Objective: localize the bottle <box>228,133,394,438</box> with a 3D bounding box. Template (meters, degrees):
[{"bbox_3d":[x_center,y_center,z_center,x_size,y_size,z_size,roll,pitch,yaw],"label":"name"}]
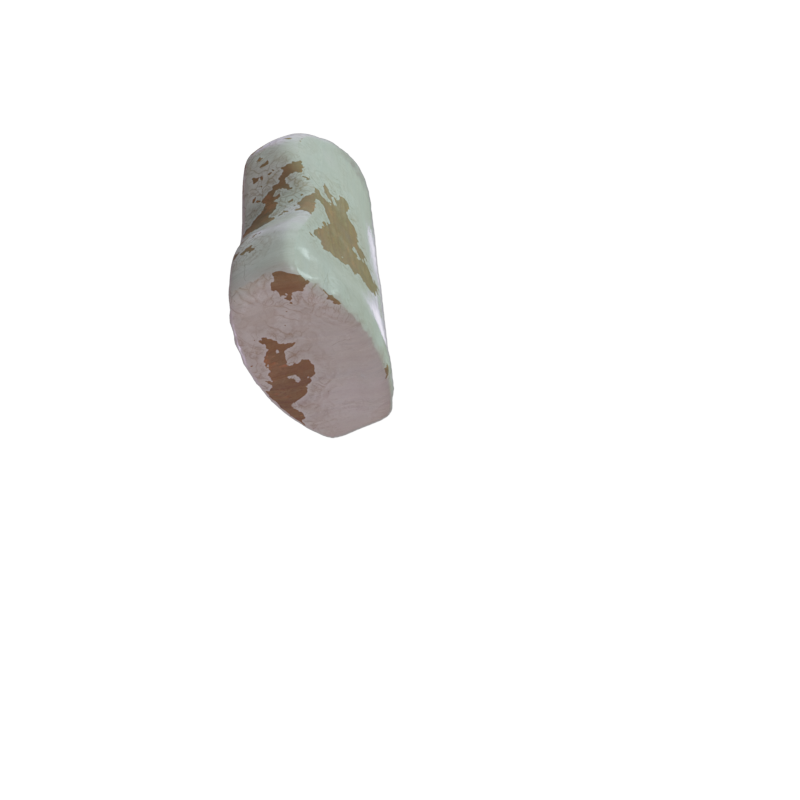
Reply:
[{"bbox_3d":[-0.044,-0.079,0.551,0.058,0.089,0.205,-26,35,16],"label":"bottle"}]
